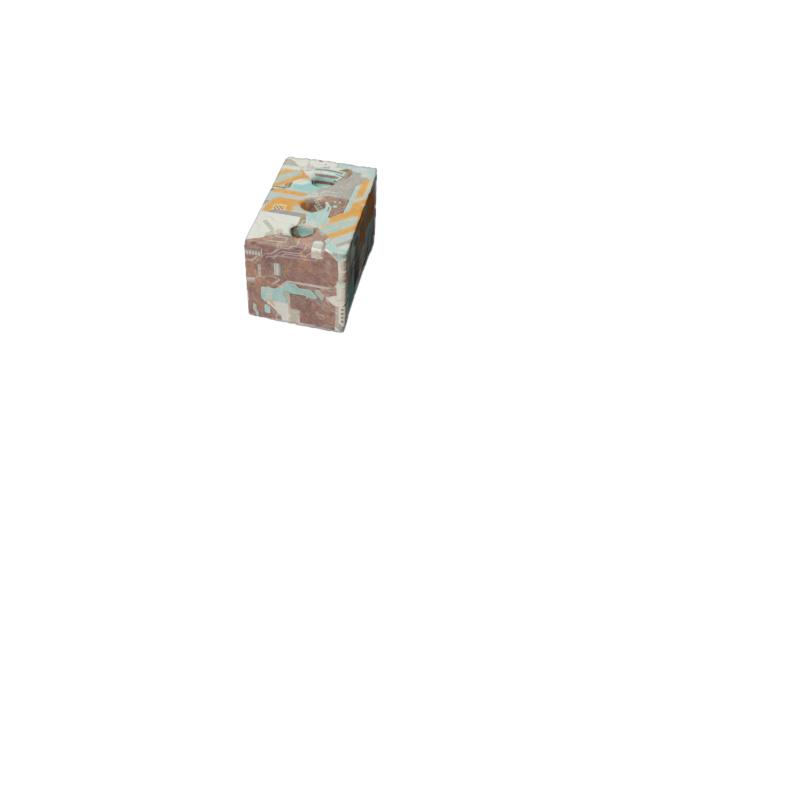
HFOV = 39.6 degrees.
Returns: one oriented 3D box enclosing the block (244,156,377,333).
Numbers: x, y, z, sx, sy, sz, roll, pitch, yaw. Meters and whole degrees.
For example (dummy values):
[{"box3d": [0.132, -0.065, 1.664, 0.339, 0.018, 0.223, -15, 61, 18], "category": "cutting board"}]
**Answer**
[{"box3d": [-0.045, -0.083, 0.580, 0.053, 0.048, 0.082, 9, 43, 7], "category": "block"}]
